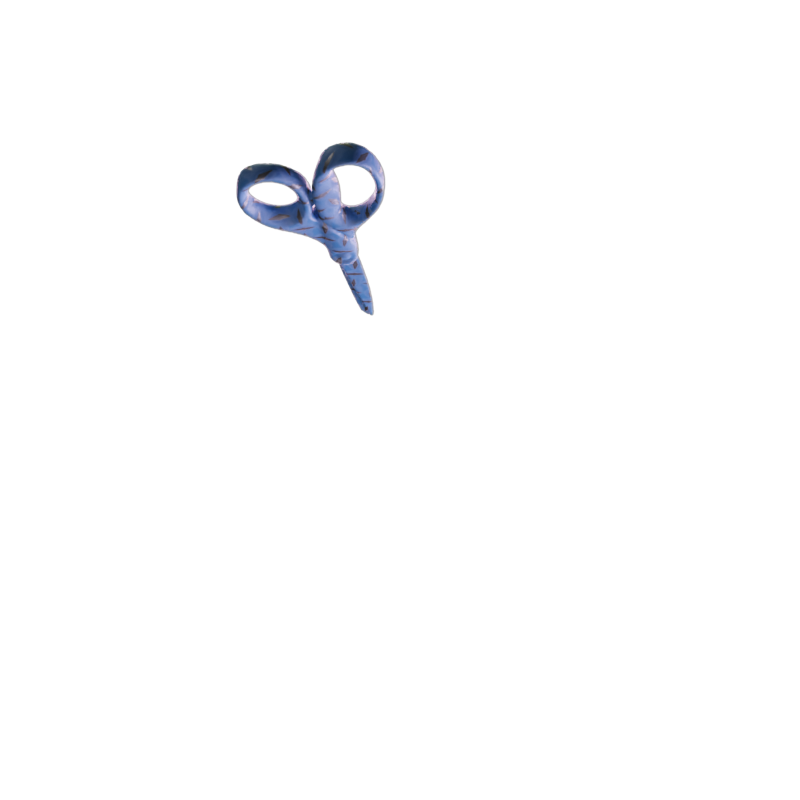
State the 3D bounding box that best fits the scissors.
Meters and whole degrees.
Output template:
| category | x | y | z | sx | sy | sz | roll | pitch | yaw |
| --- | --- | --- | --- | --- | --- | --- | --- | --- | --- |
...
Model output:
| category | x | y | z | sx | sy | sz | roll | pitch | yaw |
| --- | --- | --- | --- | --- | --- | --- | --- | --- | --- |
| scissors | -0.055 | -0.100 | 0.701 | 0.096 | 0.017 | 0.191 | 3 | -24 | -6 |
